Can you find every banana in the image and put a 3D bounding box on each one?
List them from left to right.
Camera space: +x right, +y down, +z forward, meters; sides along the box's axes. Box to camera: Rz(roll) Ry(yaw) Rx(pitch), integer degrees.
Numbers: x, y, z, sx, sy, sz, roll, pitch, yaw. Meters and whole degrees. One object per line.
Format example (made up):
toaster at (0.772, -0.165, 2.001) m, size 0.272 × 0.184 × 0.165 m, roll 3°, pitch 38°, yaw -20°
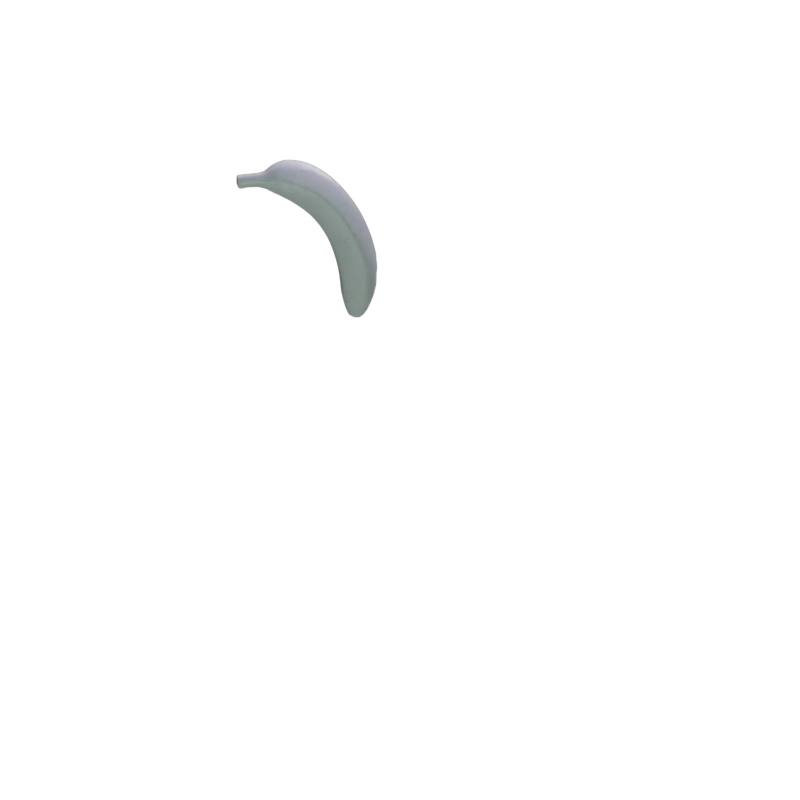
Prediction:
banana at (-0.064, -0.152, 0.991) m, size 0.070 × 0.039 × 0.184 m, roll -25°, pitch -53°, yaw 21°
